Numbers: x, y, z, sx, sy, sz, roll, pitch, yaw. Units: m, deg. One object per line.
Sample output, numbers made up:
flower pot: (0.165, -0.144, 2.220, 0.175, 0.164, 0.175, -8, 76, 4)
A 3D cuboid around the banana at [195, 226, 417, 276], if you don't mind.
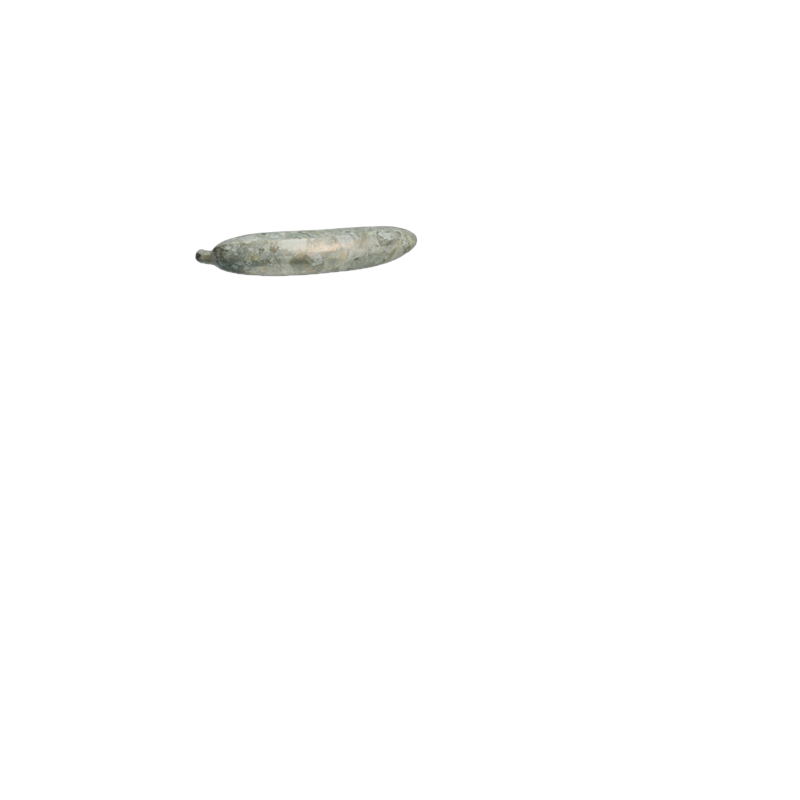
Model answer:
banana: (-0.076, -0.131, 0.954, 0.195, 0.035, 0.073, -4, 22, -9)
